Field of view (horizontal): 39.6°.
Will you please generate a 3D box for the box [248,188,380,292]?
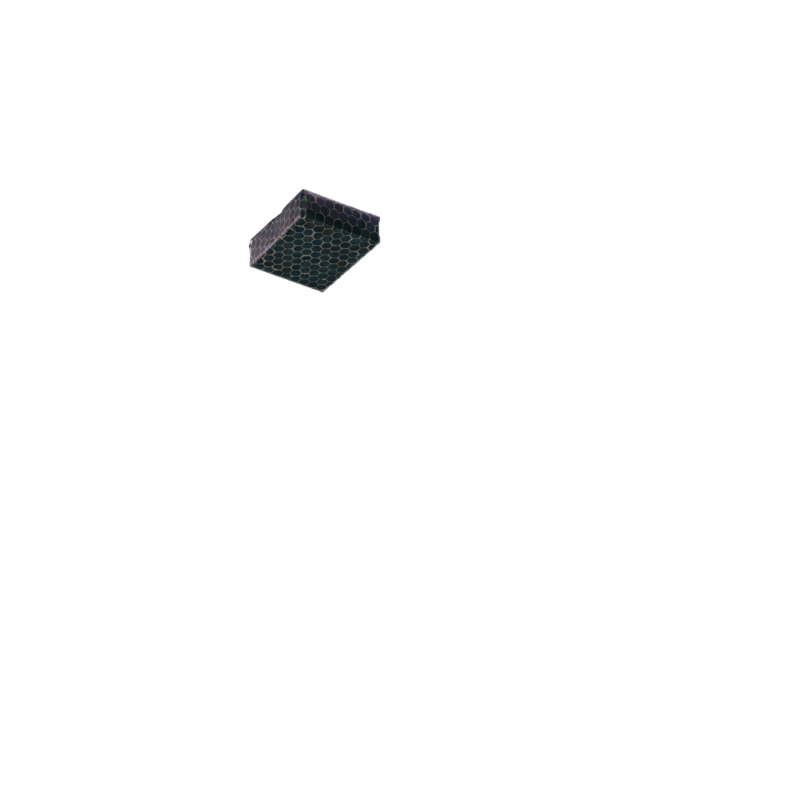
[{"bbox_3d":[-0.070,-0.128,0.896,0.070,0.032,0.088,18,-34,-30],"label":"box"}]
